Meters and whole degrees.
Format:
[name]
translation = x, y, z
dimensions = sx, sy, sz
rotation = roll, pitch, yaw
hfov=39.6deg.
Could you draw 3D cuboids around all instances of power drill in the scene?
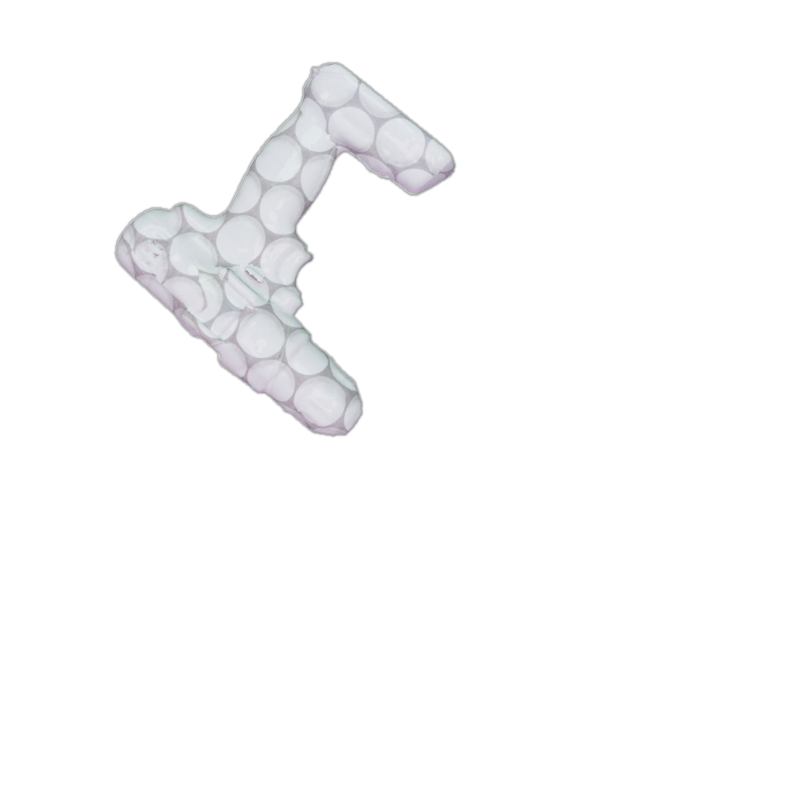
[power drill]
translation = -0.053, -0.097, 0.681
dimensions = 0.186, 0.188, 0.056
rotation = 41, -5, 4
